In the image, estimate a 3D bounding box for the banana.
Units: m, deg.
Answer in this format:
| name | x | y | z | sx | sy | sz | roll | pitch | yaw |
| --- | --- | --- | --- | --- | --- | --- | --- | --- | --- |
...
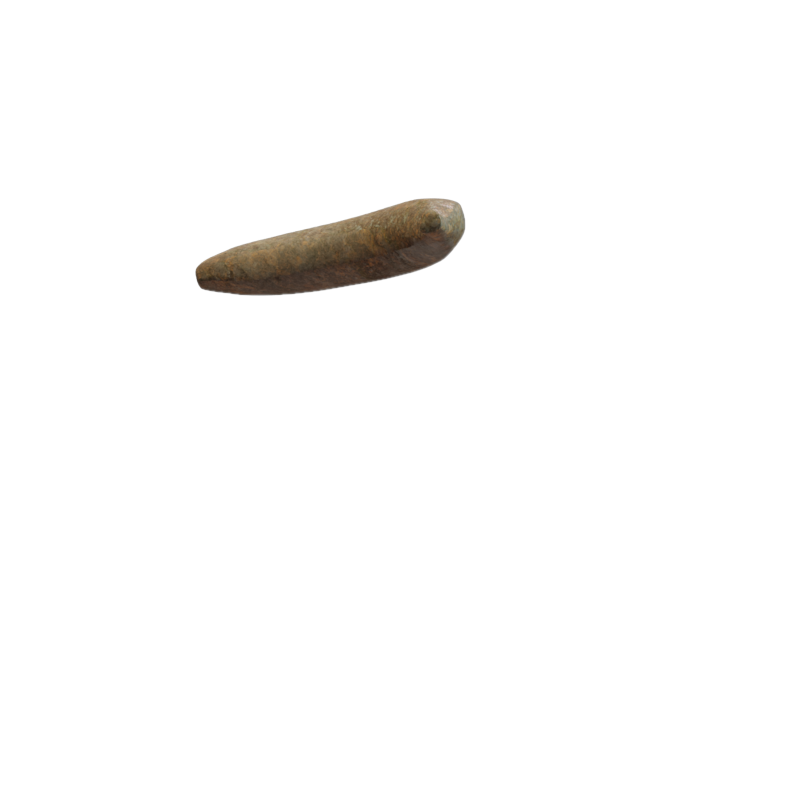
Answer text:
| name | x | y | z | sx | sy | sz | roll | pitch | yaw |
| --- | --- | --- | --- | --- | --- | --- | --- | --- | --- |
| banana | -0.032 | -0.086 | 0.616 | 0.066 | 0.038 | 0.202 | 8 | -11 | -44 |
